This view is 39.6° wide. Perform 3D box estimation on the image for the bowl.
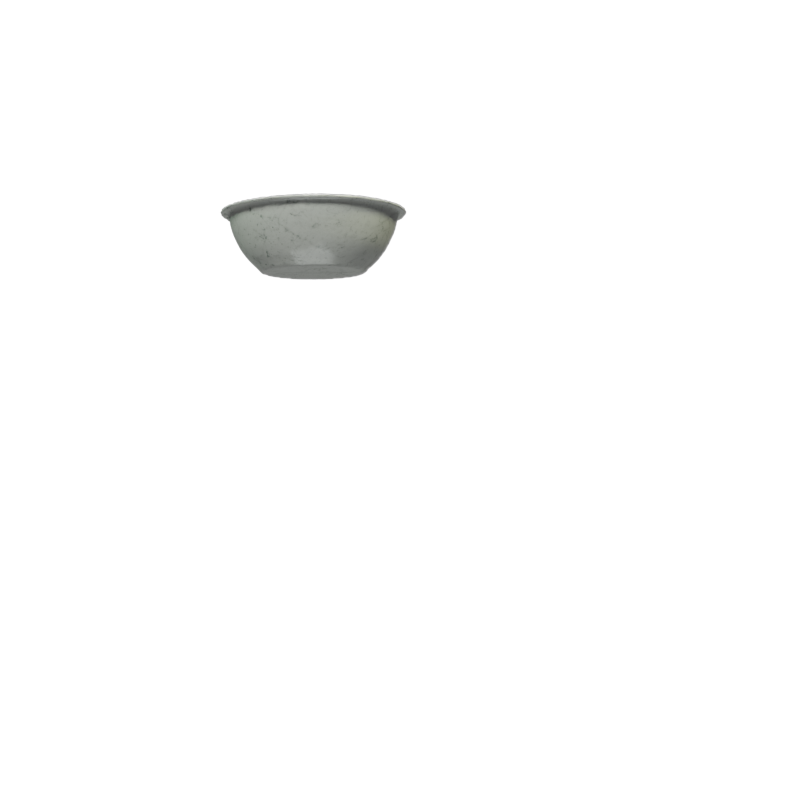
[{"bbox_3d":[-0.075,-0.138,0.964,0.162,0.056,0.160,0,-2,-2],"label":"bowl"}]
